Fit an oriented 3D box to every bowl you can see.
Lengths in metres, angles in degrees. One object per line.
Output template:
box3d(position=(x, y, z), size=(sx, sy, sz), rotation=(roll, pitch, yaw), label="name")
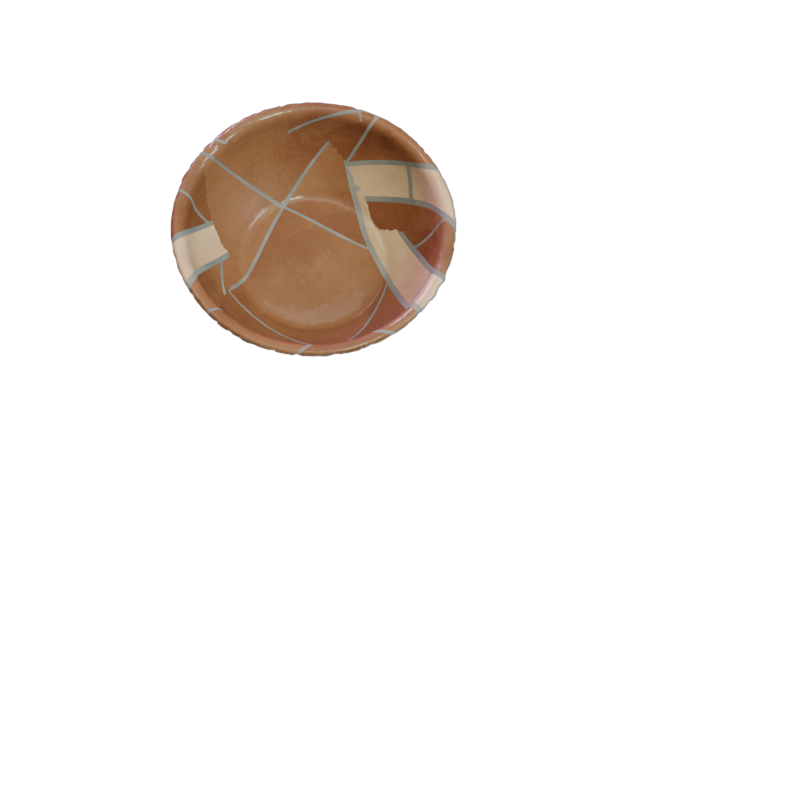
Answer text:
box3d(position=(-0.051, -0.093, 0.650), size=(0.162, 0.171, 0.052), rotation=(-1, -24, -1), label="bowl")
